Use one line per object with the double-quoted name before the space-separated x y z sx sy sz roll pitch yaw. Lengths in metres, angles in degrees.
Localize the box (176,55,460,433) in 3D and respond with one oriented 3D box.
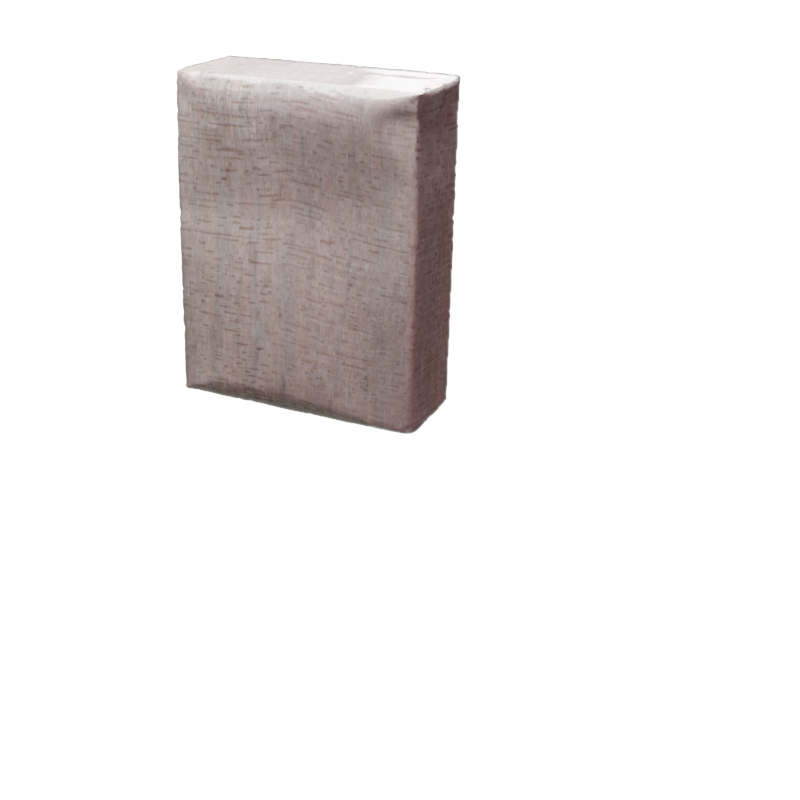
"box" -0.054 -0.099 0.692 0.170 0.205 0.072 11 22 24
